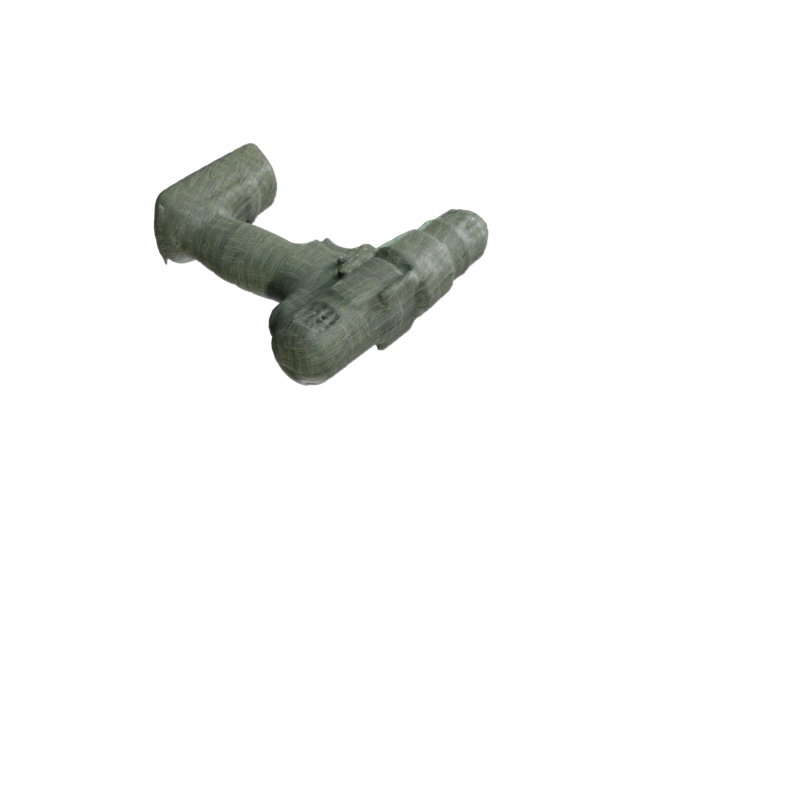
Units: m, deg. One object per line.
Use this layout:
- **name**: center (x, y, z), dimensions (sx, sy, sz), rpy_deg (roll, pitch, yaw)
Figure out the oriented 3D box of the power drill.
- **power drill**: center (-0.058, -0.106, 0.744), dimensions (0.200, 0.053, 0.186), rpy_deg (31, 50, 30)
